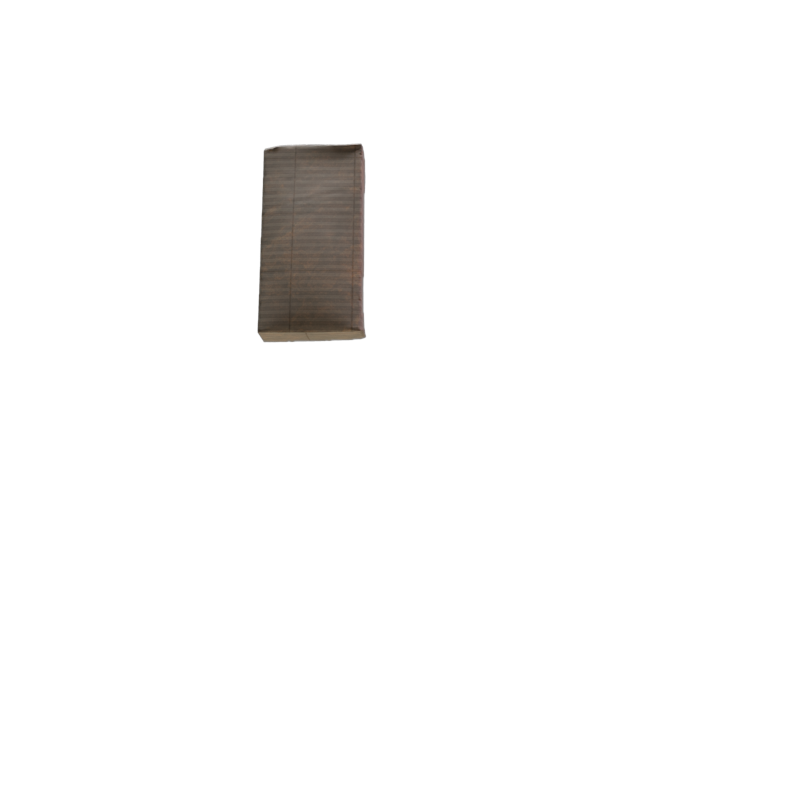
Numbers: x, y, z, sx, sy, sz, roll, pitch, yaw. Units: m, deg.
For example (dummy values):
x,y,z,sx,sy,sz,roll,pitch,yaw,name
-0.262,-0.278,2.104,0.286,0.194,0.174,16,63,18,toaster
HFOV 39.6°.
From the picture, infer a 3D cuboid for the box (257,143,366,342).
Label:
x,y,z,sx,sy,sz,roll,pitch,yaw,name
-0.078,-0.142,0.993,0.094,0.183,0.046,-2,-15,5,box
